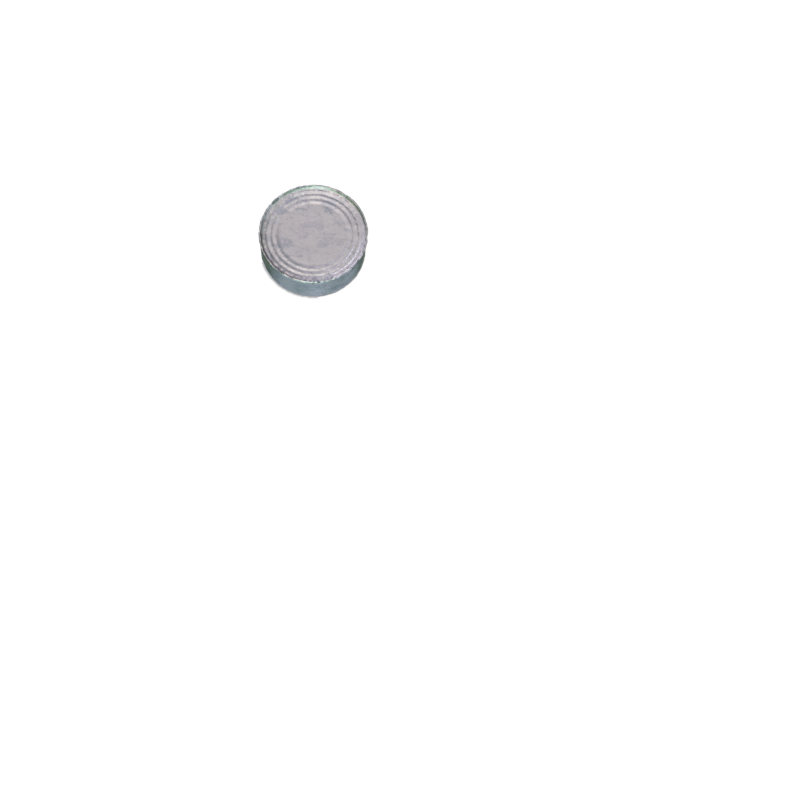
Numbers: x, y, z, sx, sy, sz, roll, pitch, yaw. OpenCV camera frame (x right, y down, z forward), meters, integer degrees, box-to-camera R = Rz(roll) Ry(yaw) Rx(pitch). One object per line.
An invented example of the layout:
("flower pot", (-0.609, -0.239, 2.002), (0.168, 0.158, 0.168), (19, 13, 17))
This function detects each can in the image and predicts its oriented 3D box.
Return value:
("can", (-0.069, -0.126, 0.880), (0.086, 0.091, 0.032), (-1, -24, -1))
